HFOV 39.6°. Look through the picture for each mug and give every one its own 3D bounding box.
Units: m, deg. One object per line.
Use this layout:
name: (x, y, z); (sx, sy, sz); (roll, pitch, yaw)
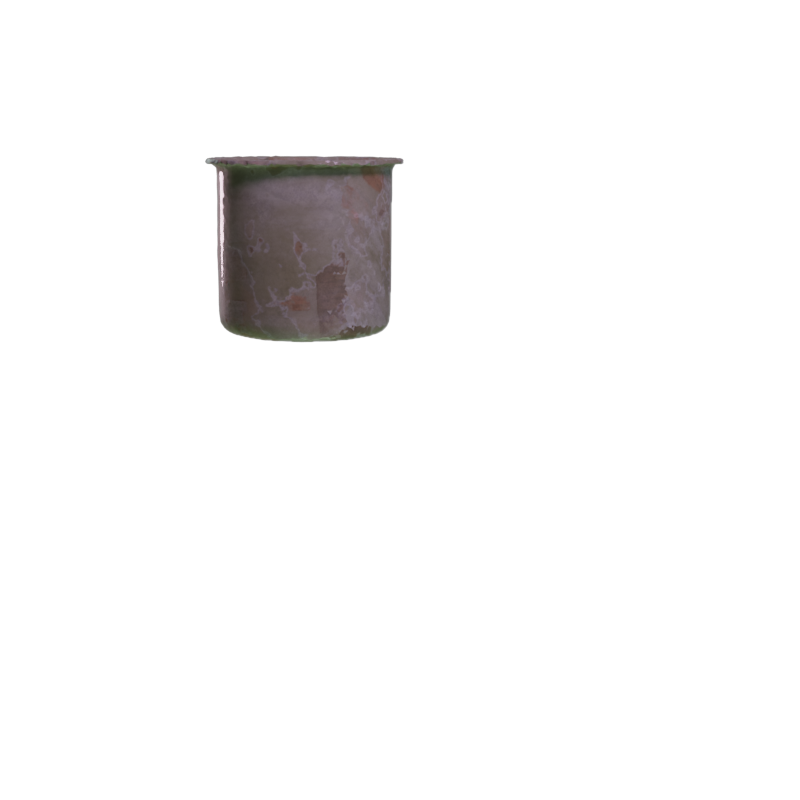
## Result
mug: (-0.042, -0.076, 0.535); (0.095, 0.080, 0.117); (3, 11, 17)
